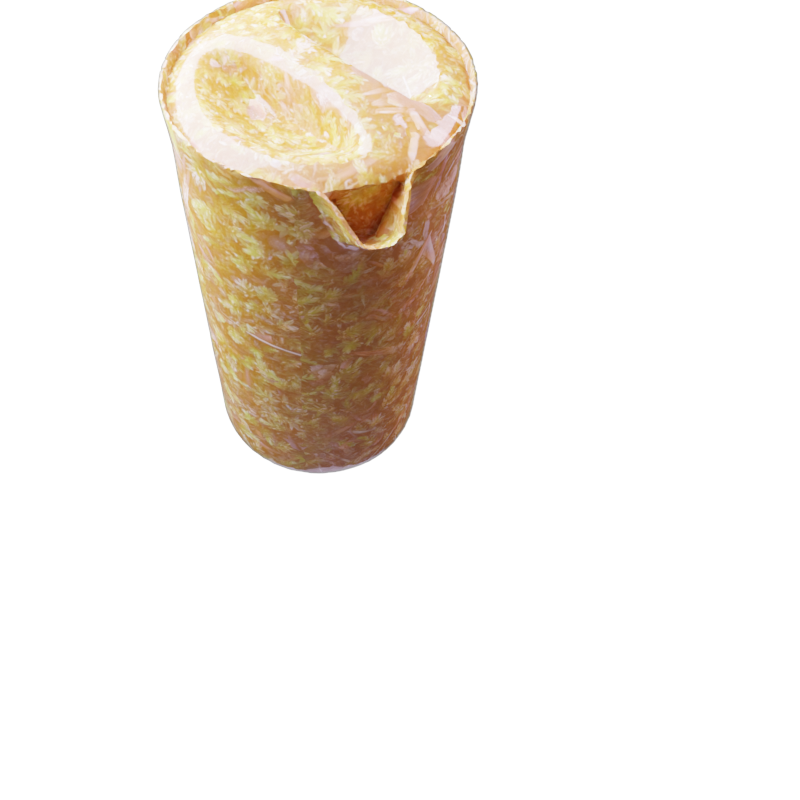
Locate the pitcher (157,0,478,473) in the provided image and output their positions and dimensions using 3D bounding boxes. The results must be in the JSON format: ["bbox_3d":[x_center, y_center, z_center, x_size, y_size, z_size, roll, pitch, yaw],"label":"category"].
[{"bbox_3d":[-0.043,-0.079,0.553,0.150,0.155,0.227,21,-36,13],"label":"pitcher"}]
